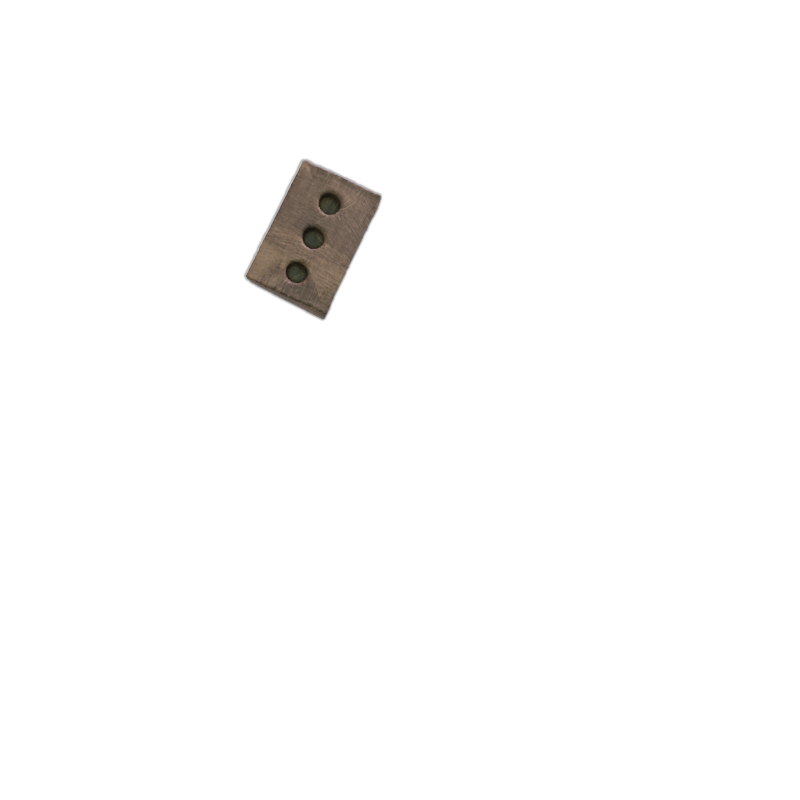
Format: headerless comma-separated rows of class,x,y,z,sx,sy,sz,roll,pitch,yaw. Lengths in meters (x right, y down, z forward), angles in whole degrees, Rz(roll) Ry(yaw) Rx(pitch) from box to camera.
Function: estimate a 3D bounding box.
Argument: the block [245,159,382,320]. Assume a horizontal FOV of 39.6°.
block,-0.051,-0.094,0.656,0.053,0.078,0.051,25,-3,-1
